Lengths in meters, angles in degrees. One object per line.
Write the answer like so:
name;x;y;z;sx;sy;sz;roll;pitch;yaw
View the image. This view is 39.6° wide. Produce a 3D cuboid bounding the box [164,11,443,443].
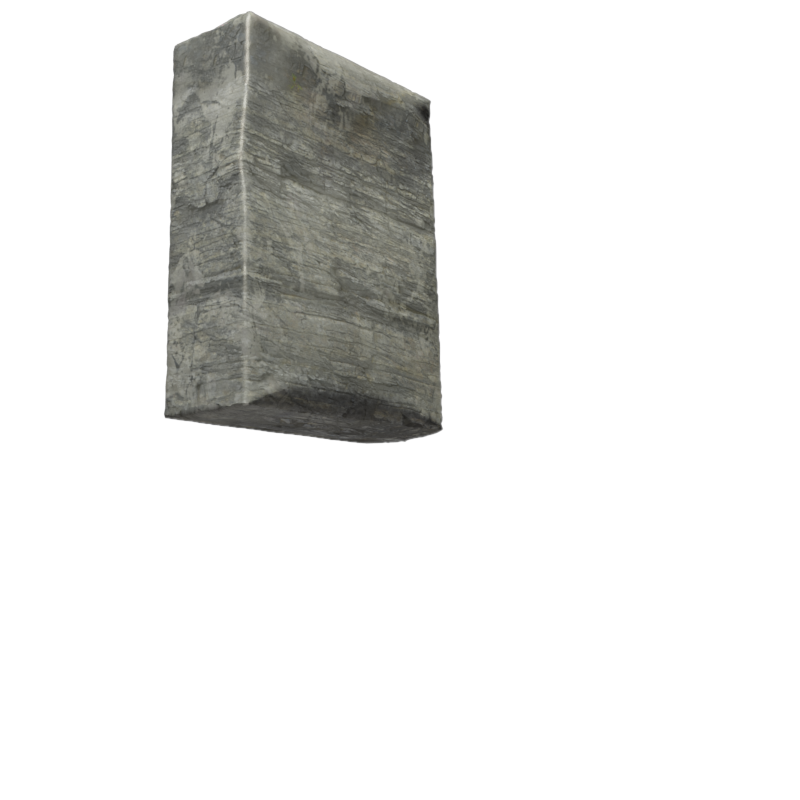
box;-0.049;-0.090;0.630;0.073;0.222;0.155;-14;-19;39
